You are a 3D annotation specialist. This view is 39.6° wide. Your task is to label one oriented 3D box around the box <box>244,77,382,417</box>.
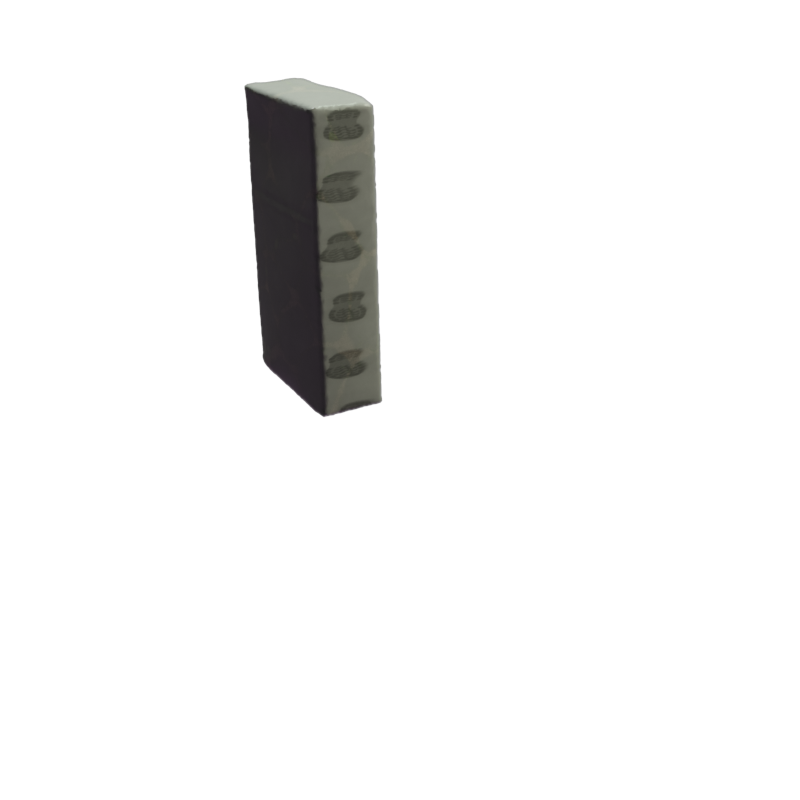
[{"bbox_3d":[-0.050,-0.091,0.638,0.047,0.169,0.100,-8,22,-27],"label":"box"}]
